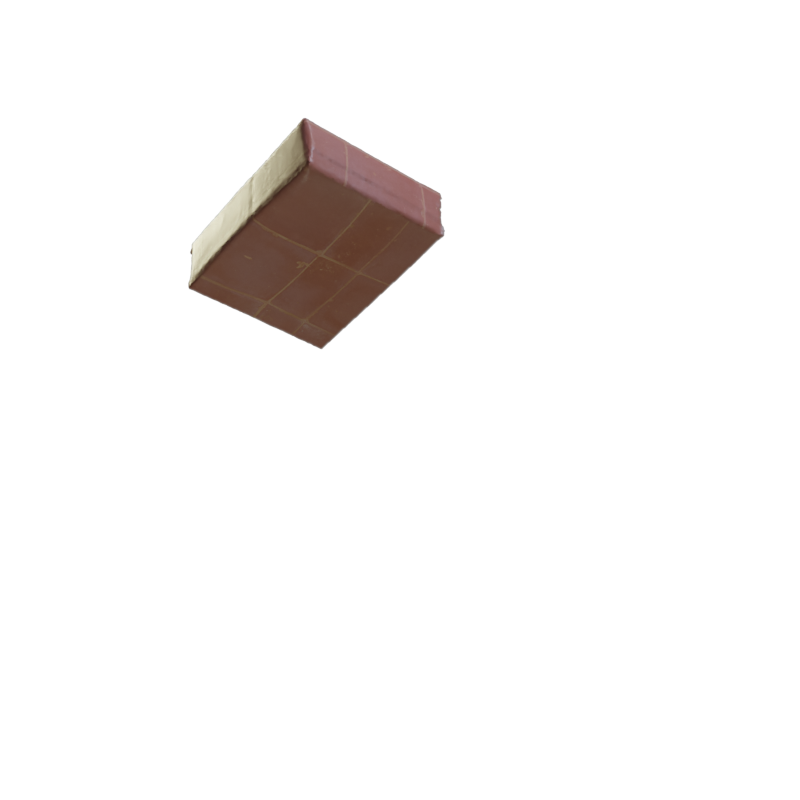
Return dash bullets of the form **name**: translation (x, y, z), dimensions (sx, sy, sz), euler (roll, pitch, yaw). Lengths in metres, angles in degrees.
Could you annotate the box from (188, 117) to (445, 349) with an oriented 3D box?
- **box**: translation (-0.046, -0.084, 0.587), dimensions (0.085, 0.042, 0.111), euler (26, -46, -29)
